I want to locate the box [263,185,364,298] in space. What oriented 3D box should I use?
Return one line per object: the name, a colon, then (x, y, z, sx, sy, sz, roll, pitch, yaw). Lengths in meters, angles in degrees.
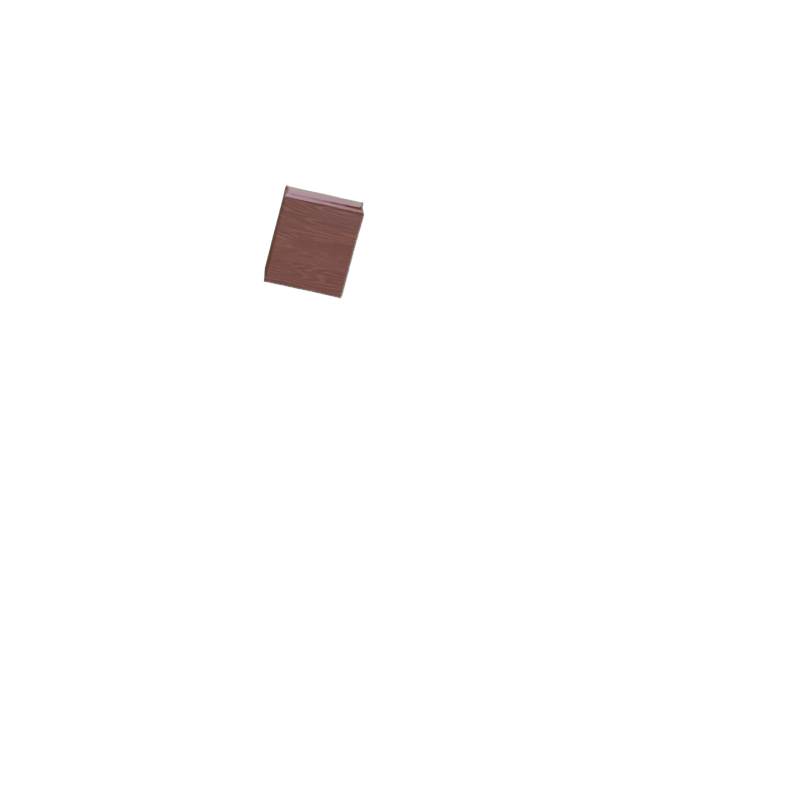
box: (-0.078, -0.142, 0.995, 0.072, 0.085, 0.032, 13, 25, -7)
